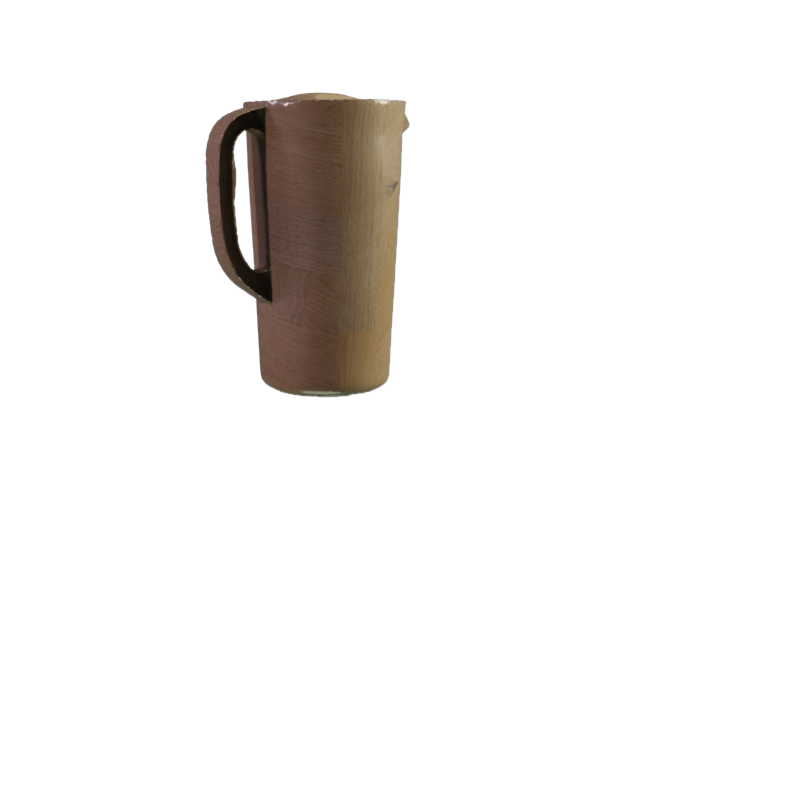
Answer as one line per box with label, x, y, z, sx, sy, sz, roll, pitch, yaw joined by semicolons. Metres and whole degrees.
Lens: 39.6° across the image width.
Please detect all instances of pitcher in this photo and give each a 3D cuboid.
pitcher;-0.071;-0.130;0.910;0.151;0.240;0.145;1;7;8
